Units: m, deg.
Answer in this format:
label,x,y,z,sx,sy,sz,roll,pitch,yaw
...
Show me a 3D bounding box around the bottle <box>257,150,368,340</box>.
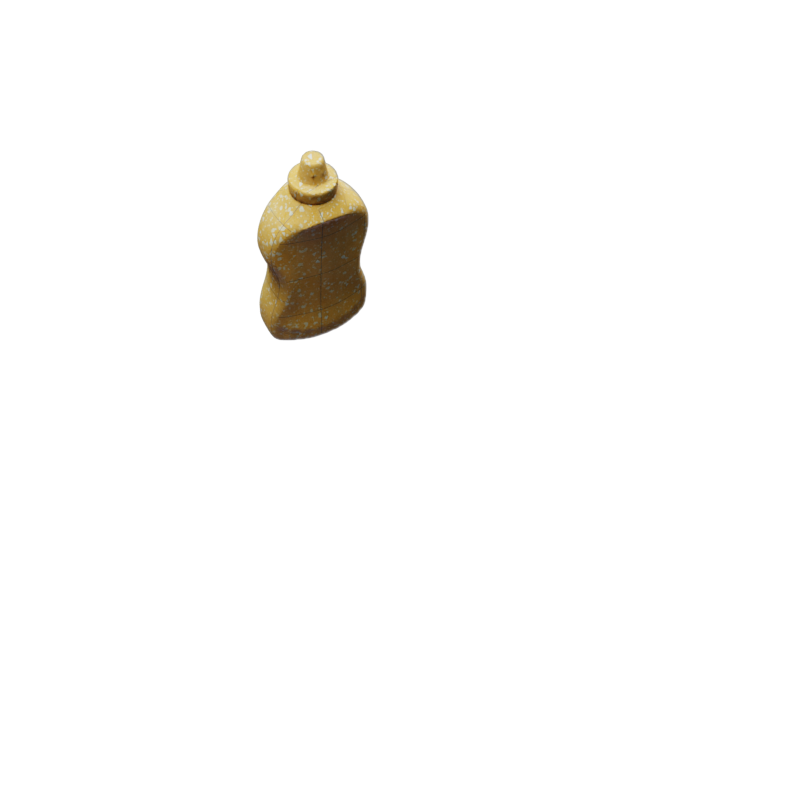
label,x,y,z,sx,sy,sz,roll,pitch,yaw
bottle,-0.074,-0.135,0.942,0.095,0.063,0.179,-20,-35,-18
